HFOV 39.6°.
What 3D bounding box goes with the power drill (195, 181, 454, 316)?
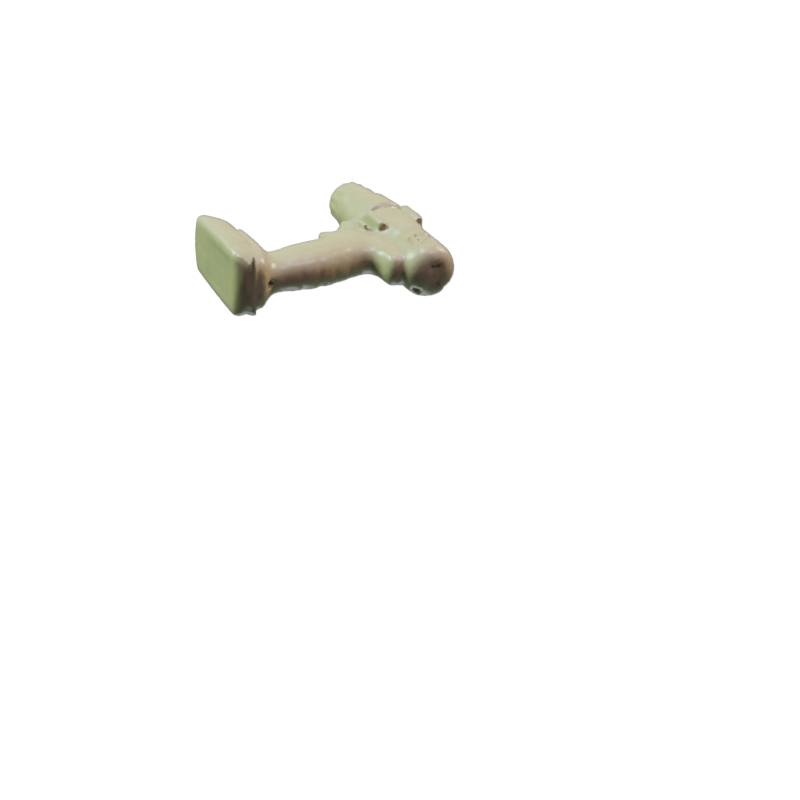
[{"bbox_3d":[-0.073,-0.133,0.931,0.184,0.054,0.198,-13,31,-22],"label":"power drill"}]
